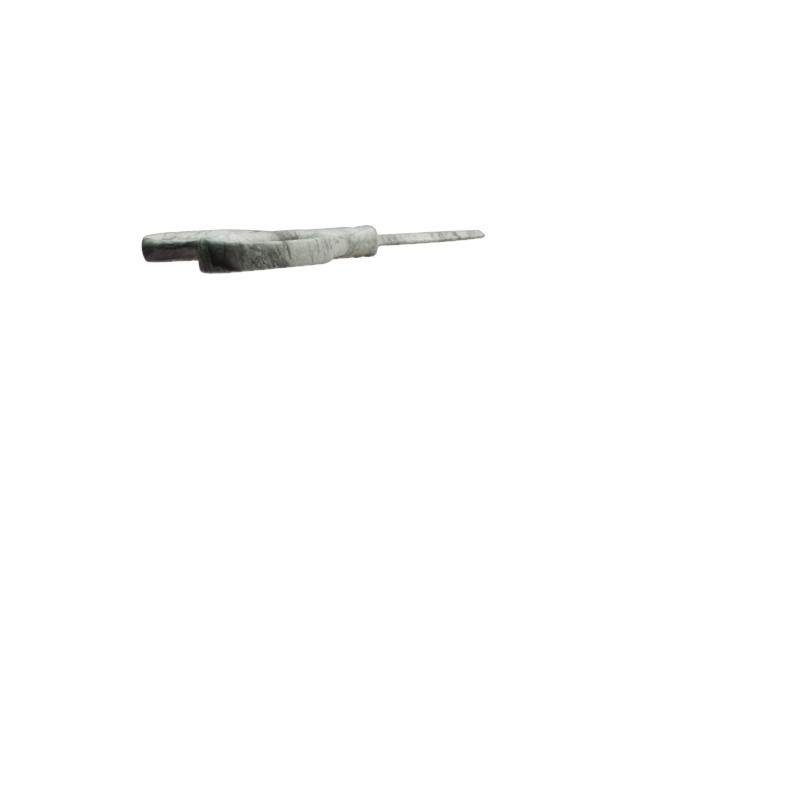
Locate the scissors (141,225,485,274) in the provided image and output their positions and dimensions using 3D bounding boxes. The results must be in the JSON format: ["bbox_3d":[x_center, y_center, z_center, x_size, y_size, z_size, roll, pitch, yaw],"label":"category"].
[{"bbox_3d":[-0.042,-0.076,0.531,0.100,0.015,0.198,6,13,27],"label":"scissors"}]
